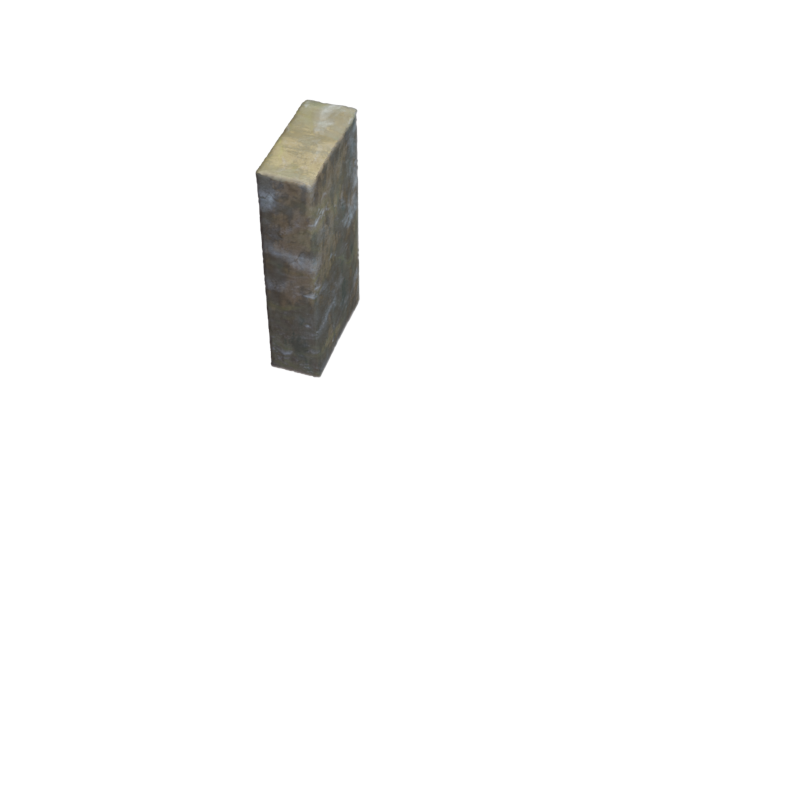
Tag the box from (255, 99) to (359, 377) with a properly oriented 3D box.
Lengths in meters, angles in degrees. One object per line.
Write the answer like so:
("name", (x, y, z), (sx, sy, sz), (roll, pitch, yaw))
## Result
("box", (-0.061, -0.111, 0.778), (0.049, 0.164, 0.098), (14, 46, 10))
